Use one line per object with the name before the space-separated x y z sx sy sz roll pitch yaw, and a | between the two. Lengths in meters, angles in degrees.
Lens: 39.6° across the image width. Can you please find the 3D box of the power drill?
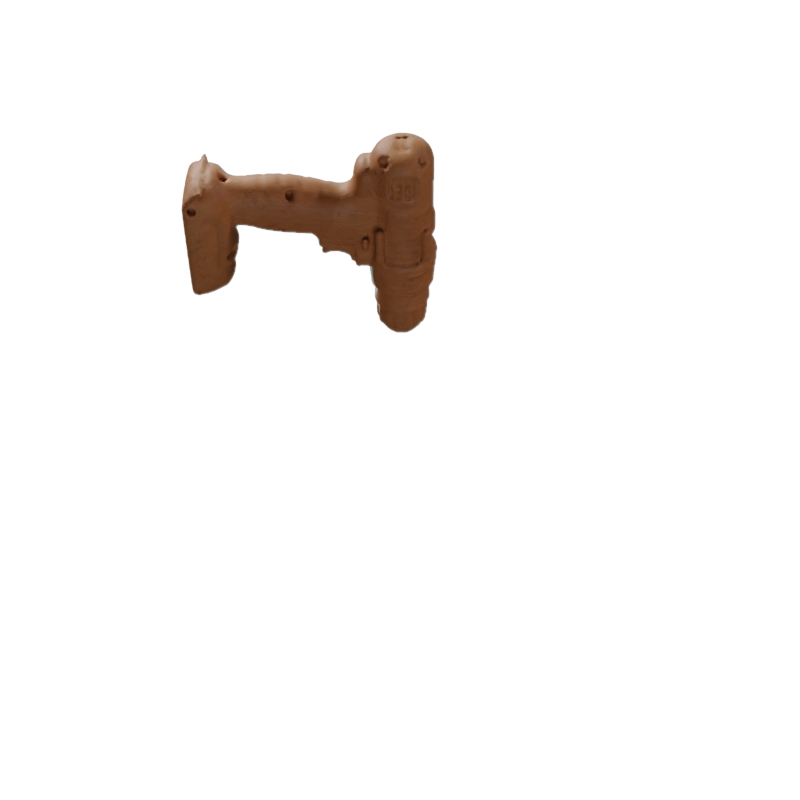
power drill | -0.066 -0.120 0.842 0.188 0.171 0.062 -1 44 1
